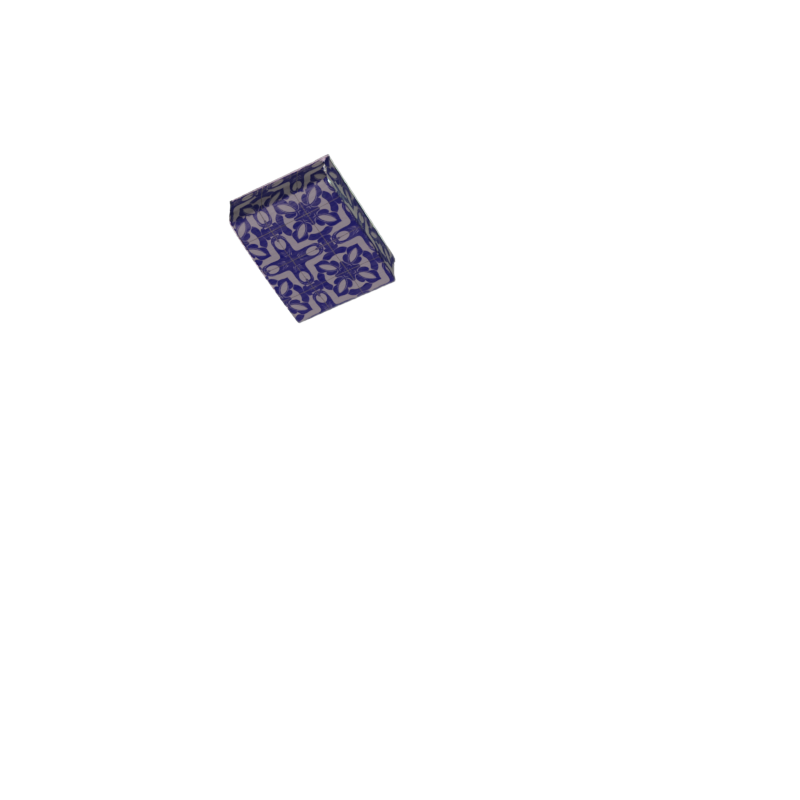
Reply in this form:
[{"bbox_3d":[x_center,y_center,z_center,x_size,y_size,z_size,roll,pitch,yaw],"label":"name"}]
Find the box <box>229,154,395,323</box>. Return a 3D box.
[{"bbox_3d":[-0.068,-0.123,0.861,0.090,0.106,0.042,-23,35,17],"label":"box"}]
